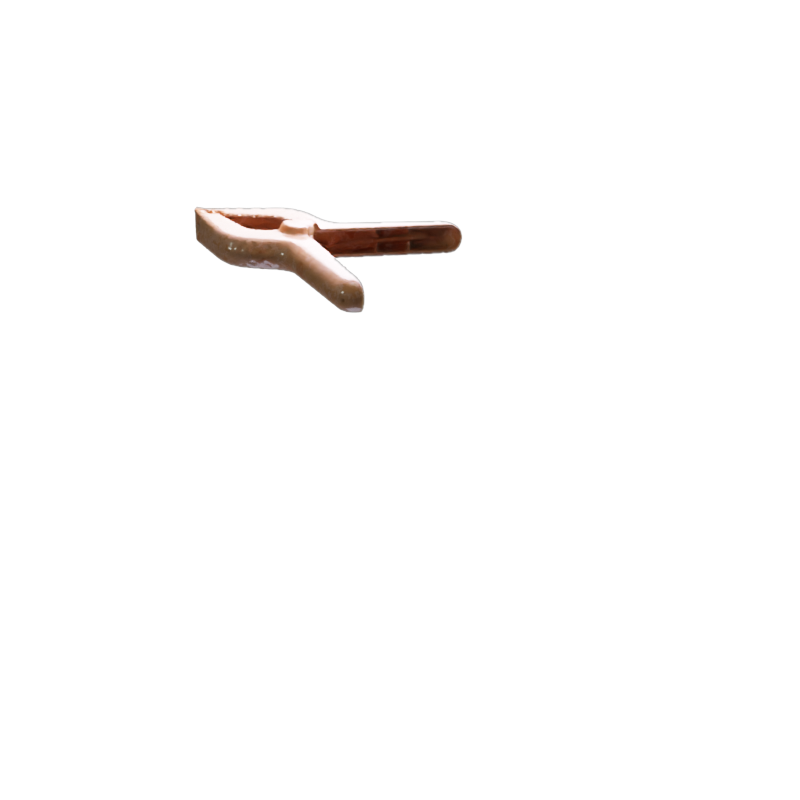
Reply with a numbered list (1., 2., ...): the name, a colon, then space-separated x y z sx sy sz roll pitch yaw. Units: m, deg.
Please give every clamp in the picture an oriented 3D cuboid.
1. clamp: -0.068 -0.123 0.864 0.222 0.035 0.163 18 30 34
